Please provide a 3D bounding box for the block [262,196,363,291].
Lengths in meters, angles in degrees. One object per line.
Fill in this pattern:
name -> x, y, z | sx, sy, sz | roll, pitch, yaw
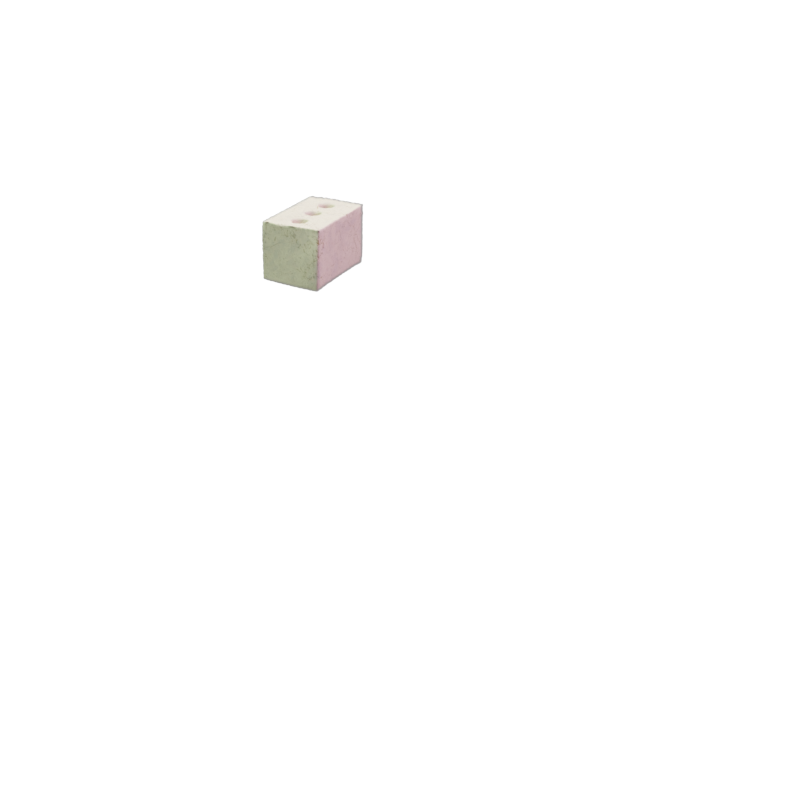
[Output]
block -> -0.070, -0.128, 0.899 | 0.055, 0.049, 0.079 | 12, 28, 23
